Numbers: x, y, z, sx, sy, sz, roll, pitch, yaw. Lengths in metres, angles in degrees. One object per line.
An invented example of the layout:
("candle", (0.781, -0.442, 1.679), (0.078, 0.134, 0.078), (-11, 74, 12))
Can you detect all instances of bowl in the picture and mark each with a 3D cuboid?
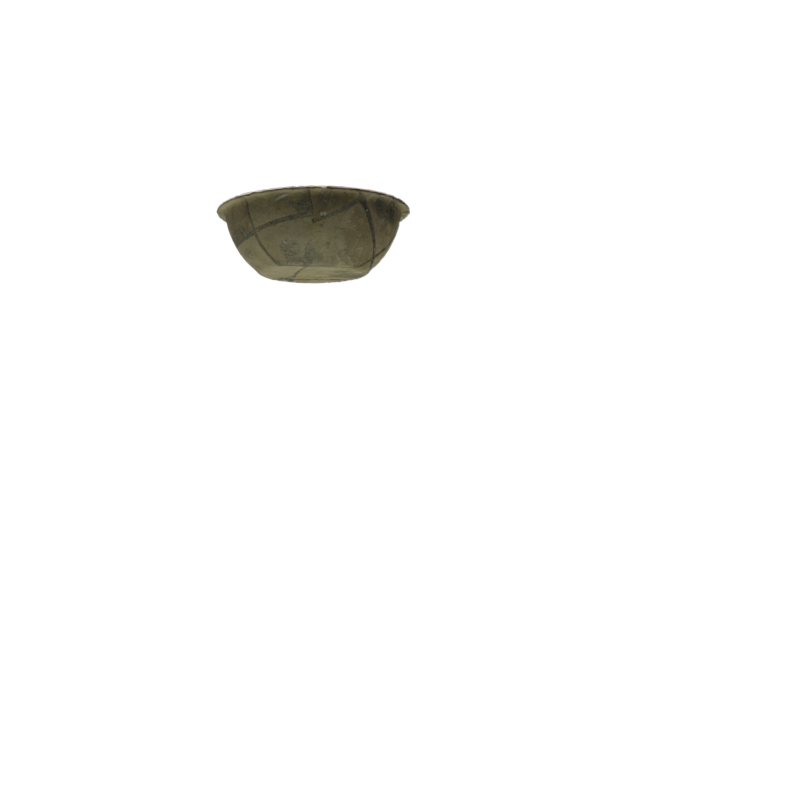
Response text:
("bowl", (-0.072, -0.132, 0.924), (0.162, 0.056, 0.159), (0, -5, -2))
